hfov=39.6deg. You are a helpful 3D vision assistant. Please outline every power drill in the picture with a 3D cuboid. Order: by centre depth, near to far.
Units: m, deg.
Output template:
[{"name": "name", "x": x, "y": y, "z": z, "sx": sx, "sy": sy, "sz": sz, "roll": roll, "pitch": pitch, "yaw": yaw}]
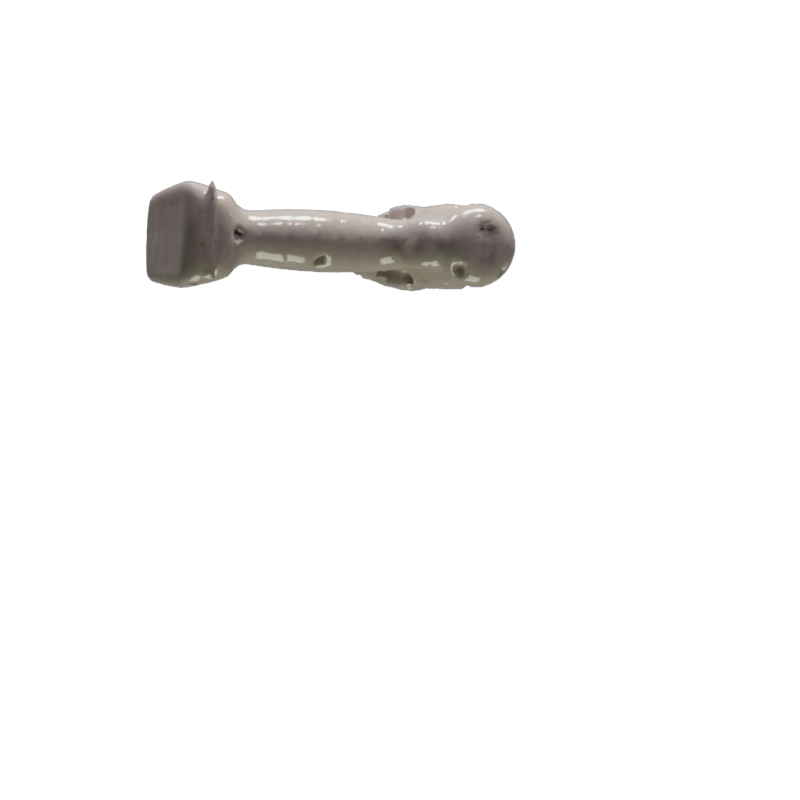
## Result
[{"name": "power drill", "x": -0.051, "y": -0.094, "z": 0.655, "sx": 0.183, "sy": 0.057, "sz": 0.189, "roll": -2, "pitch": 4, "yaw": -21}]
